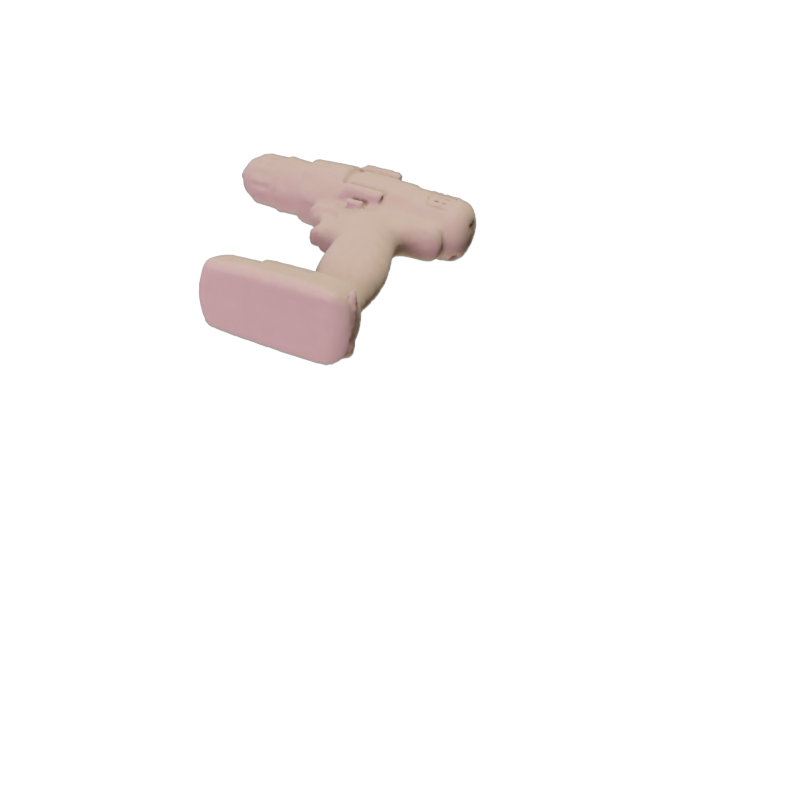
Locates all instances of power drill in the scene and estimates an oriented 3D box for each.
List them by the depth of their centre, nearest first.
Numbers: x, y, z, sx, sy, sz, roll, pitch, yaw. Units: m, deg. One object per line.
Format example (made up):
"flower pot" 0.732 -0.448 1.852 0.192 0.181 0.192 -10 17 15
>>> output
"power drill" -0.060 -0.110 0.768 0.191 0.054 0.193 16 39 20
